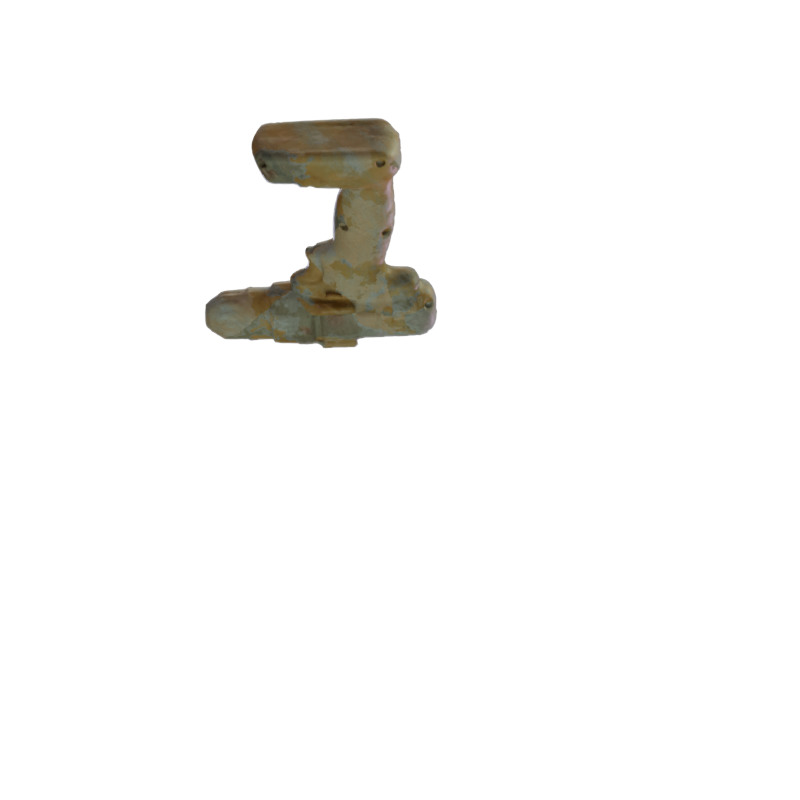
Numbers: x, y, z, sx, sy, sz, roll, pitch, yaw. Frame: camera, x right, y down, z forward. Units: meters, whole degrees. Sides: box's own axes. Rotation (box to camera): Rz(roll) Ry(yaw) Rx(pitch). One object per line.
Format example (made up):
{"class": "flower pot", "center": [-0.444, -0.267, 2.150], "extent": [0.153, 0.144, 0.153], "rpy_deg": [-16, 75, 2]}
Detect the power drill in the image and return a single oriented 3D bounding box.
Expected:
{"class": "power drill", "center": [-0.066, -0.120, 0.841], "extent": [0.185, 0.174, 0.061], "rpy_deg": [-3, 41, 2]}
